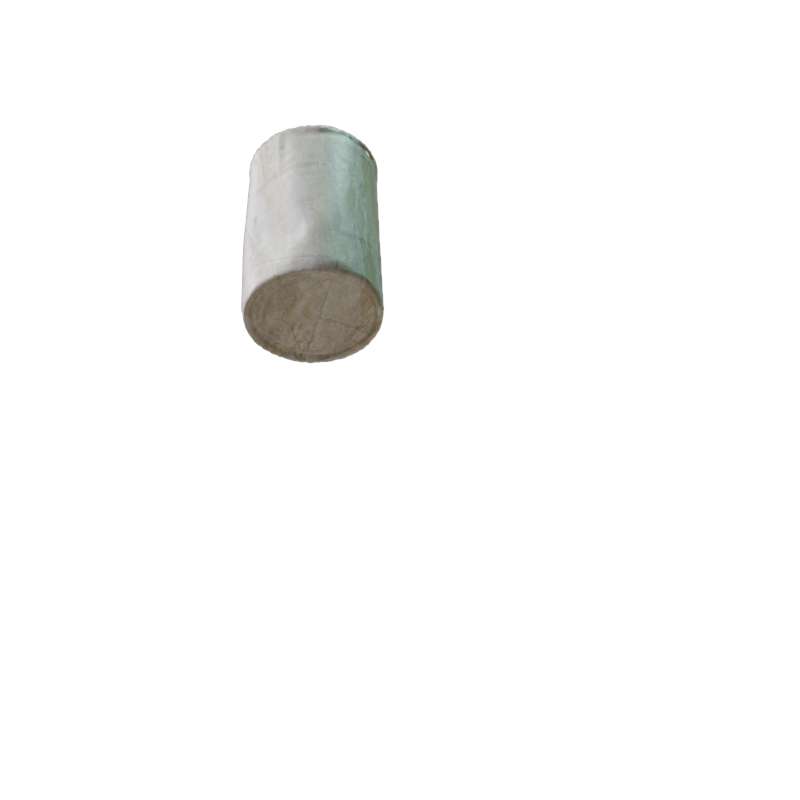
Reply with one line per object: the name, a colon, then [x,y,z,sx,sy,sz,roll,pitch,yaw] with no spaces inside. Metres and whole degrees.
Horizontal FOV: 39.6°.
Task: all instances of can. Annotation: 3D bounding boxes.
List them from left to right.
can: [-0.043,-0.078,0.548,0.068,0.110,0.064,-1,-42,-3]
